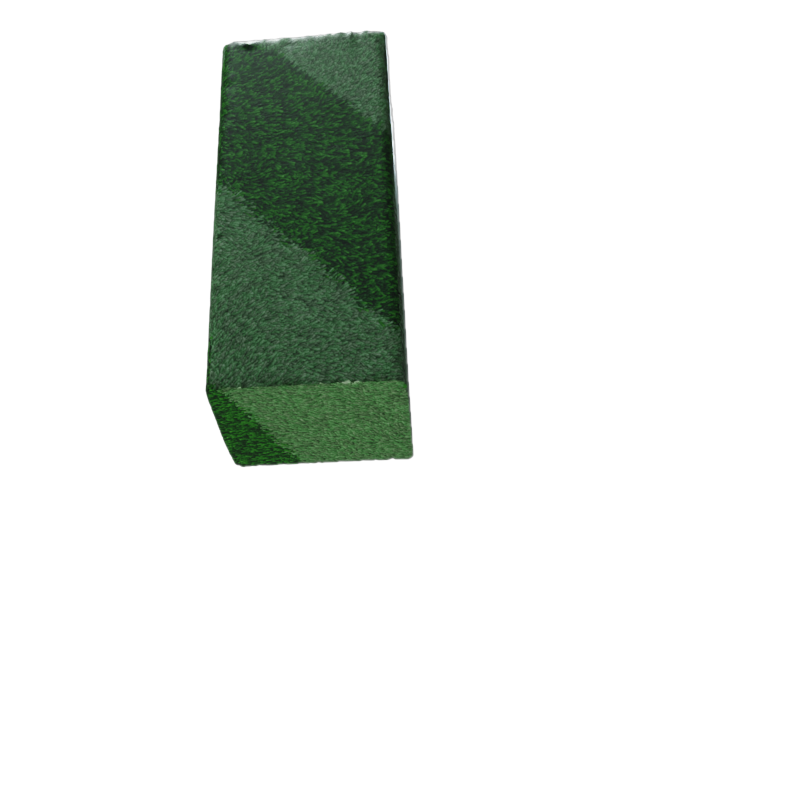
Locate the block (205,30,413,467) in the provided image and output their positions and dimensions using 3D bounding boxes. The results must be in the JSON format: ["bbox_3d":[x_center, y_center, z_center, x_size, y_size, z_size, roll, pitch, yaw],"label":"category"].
[{"bbox_3d":[-0.045,-0.082,0.569,0.091,0.220,0.084,-4,-31,3],"label":"block"}]
